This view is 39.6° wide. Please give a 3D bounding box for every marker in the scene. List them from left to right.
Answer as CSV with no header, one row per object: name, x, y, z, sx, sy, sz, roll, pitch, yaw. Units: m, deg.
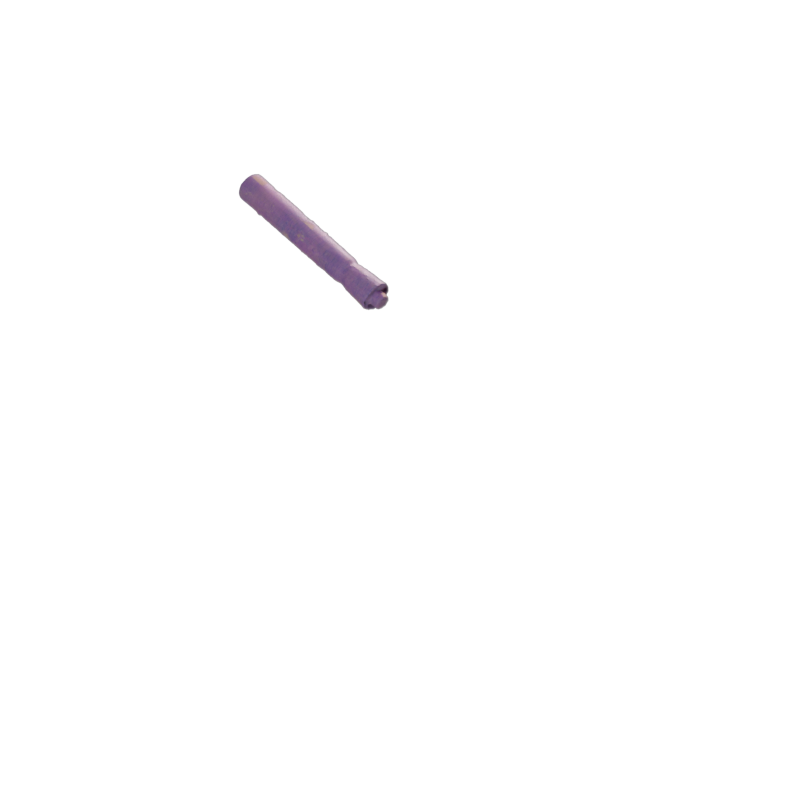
marker,-0.051,-0.092,0.646,0.129,0.019,0.019,43,27,29
